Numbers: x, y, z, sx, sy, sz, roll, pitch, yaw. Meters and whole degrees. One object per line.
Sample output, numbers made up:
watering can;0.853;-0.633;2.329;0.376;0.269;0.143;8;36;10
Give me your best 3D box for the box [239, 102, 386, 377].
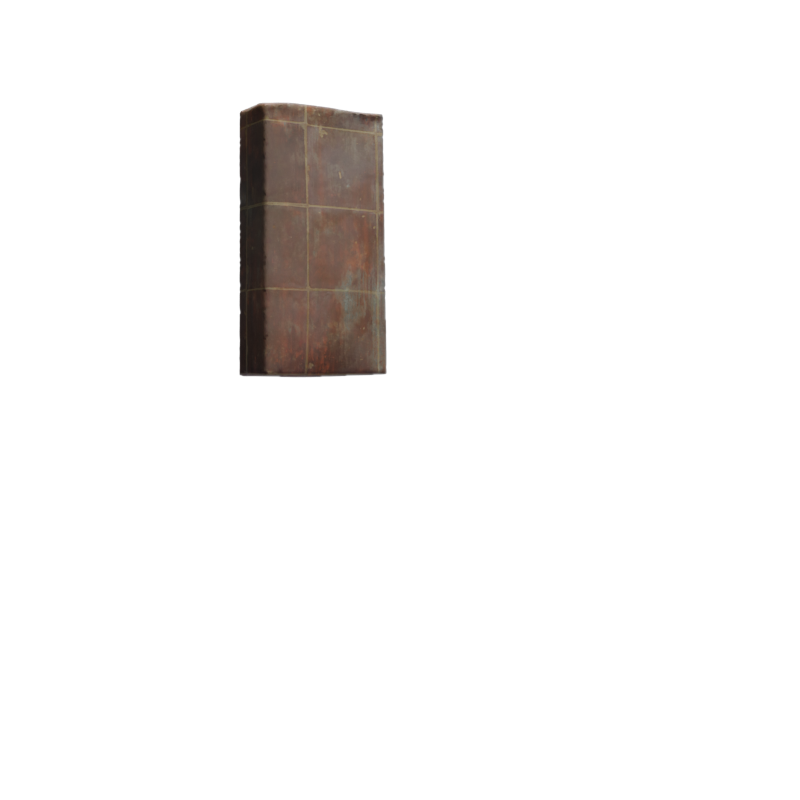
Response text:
box;-0.057;-0.105;0.733;0.090;0.178;0.049;1;-4;-30
